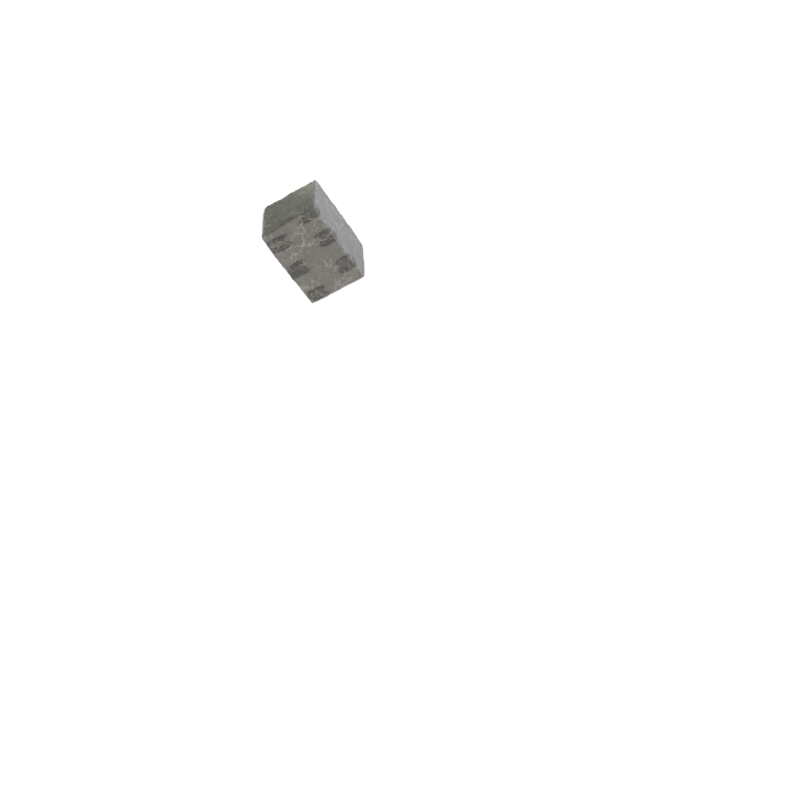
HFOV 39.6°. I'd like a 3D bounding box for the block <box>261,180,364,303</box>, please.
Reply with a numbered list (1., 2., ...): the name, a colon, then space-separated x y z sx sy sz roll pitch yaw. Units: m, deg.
1. block: -0.071 -0.129 0.907 0.053 0.073 0.055 -27 31 16
